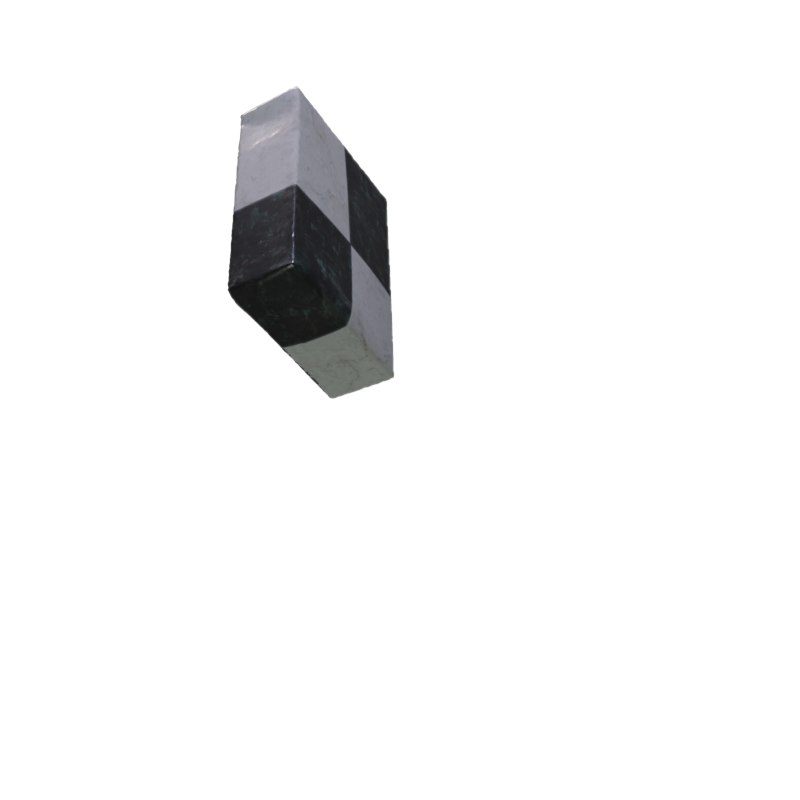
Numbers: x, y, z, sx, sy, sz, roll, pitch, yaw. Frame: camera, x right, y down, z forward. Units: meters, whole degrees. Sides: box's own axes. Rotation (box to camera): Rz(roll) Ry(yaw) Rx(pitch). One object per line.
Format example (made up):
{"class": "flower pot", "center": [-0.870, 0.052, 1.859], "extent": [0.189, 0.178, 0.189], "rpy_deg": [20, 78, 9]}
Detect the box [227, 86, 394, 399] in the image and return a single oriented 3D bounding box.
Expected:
{"class": "box", "center": [-0.074, -0.135, 0.949], "extent": [0.072, 0.230, 0.152], "rpy_deg": [-22, -44, 21]}
